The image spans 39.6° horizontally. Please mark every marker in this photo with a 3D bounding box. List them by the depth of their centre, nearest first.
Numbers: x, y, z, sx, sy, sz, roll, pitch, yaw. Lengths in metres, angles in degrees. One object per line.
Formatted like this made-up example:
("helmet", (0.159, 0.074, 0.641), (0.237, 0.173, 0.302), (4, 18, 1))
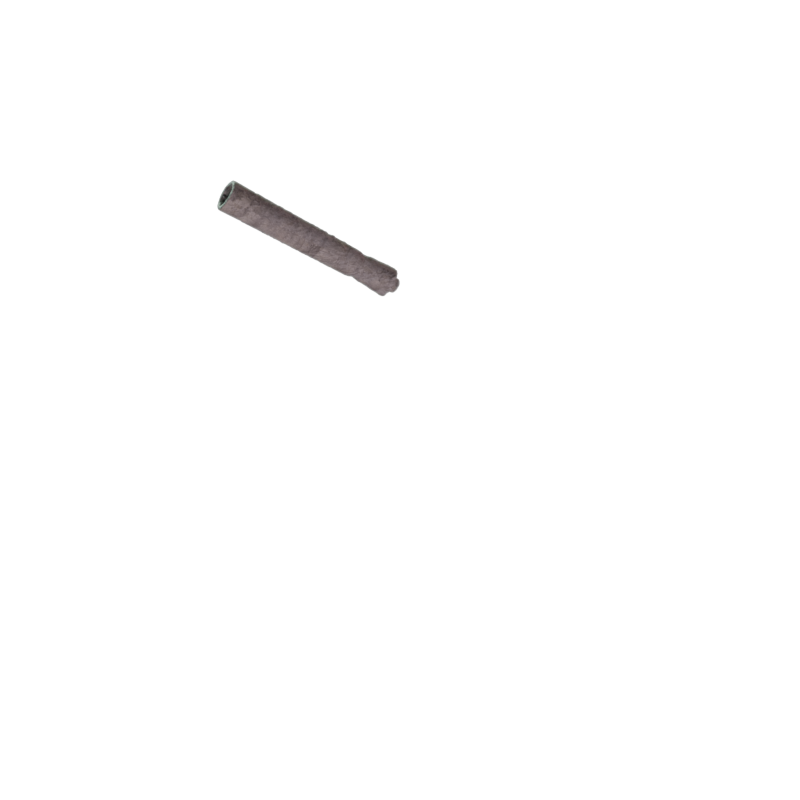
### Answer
("marker", (-0.051, -0.093, 0.648), (0.115, 0.020, 0.020), (26, -7, -22))
